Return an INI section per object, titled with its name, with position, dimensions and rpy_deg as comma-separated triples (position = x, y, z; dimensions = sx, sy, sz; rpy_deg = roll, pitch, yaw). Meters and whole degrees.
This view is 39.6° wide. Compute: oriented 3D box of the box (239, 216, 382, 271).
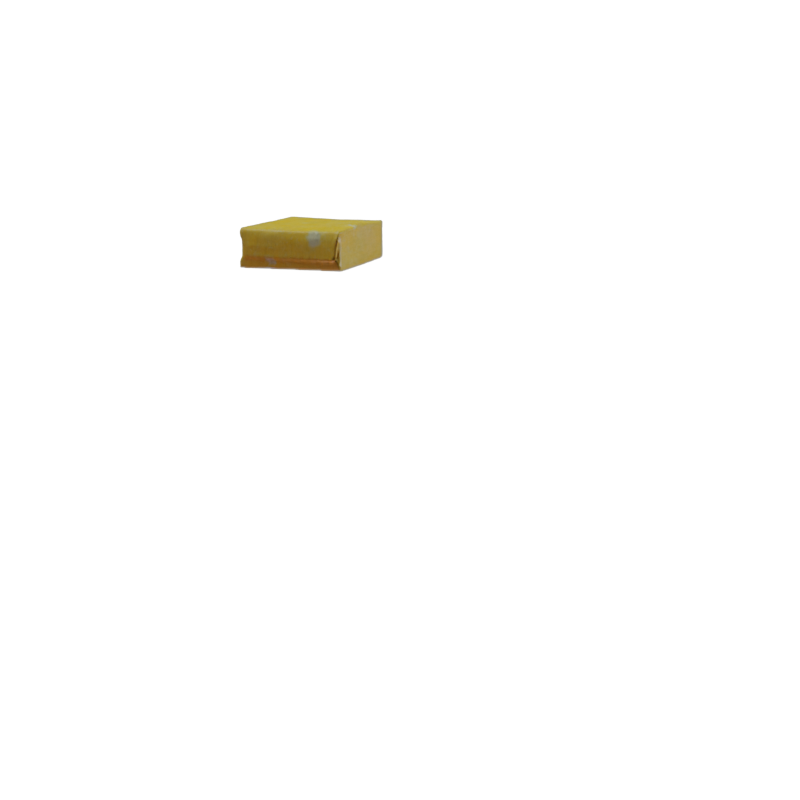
[box]
position = -0.060, -0.110, 0.770
dimensions = 0.075, 0.029, 0.089
rpy_deg = 5, 14, 20
